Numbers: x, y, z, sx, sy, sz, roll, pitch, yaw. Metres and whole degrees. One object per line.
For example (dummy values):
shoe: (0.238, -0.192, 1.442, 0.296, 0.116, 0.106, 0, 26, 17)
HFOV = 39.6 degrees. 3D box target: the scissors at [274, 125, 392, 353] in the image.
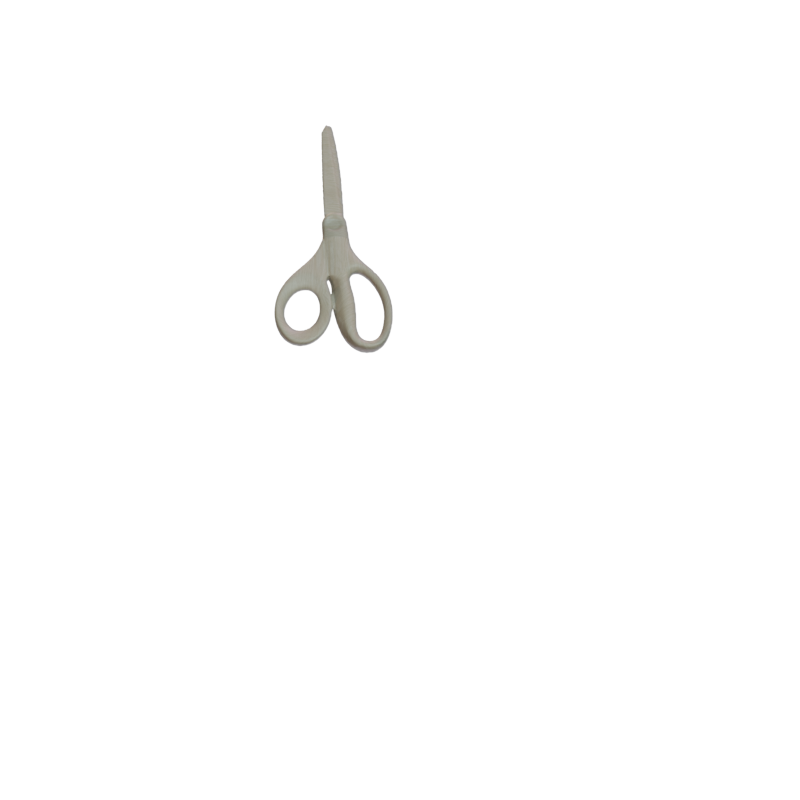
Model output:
scissors: (-0.067, -0.122, 0.857, 0.096, 0.215, 0.015, -17, -27, -9)
